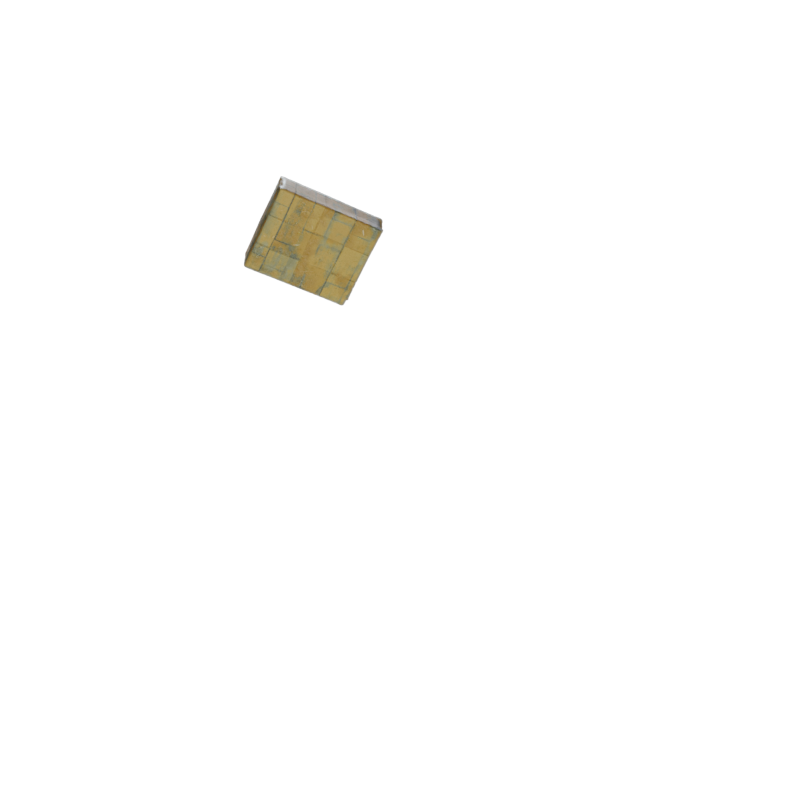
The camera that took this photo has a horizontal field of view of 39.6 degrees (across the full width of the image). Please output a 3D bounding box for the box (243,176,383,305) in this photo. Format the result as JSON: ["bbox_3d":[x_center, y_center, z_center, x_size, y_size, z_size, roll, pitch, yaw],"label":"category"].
[{"bbox_3d":[-0.068,-0.124,0.869,0.087,0.071,0.032,22,25,-11],"label":"box"}]
